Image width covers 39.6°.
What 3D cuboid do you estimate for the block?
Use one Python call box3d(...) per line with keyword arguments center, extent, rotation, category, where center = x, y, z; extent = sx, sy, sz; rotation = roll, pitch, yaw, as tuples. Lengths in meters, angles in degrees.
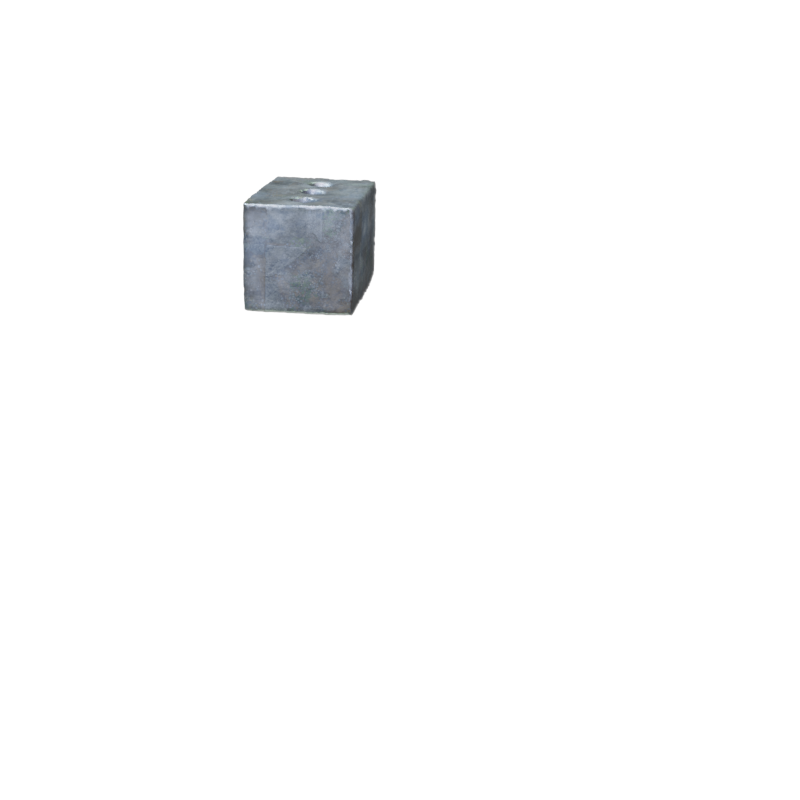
box3d(center=(-0.042, -0.076, 0.536), extent=(0.053, 0.049, 0.080), rotation=(2, 18, 6), category="block")
